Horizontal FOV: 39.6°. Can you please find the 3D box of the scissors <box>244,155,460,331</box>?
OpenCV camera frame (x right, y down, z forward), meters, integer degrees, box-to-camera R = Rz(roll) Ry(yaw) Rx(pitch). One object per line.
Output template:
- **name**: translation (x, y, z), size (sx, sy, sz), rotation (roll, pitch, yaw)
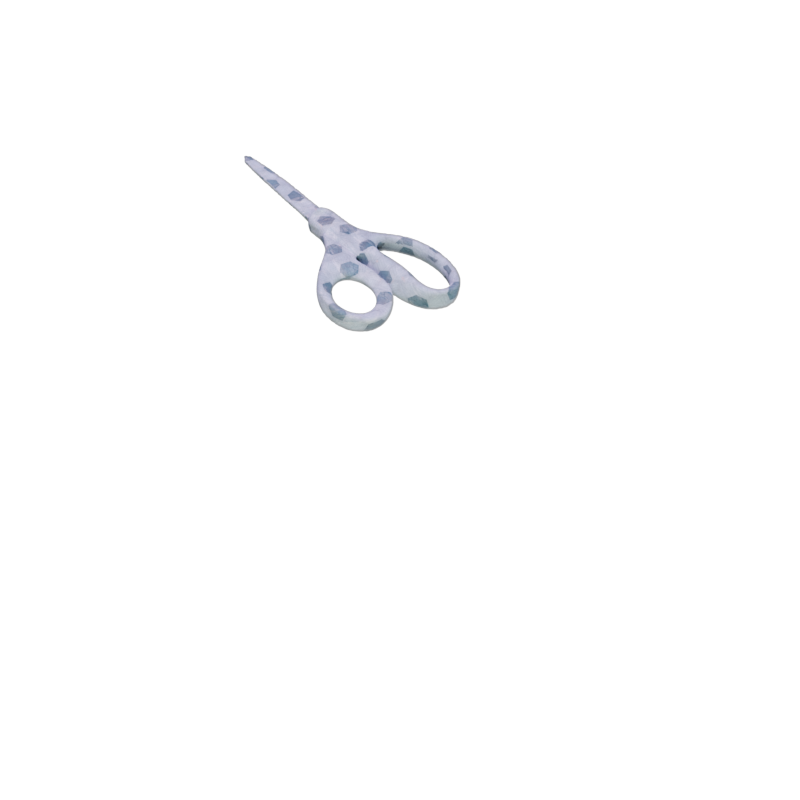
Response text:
- **scissors**: translation (-0.056, -0.102, 0.717), size (0.214, 0.015, 0.097), rotation (29, 50, 28)
